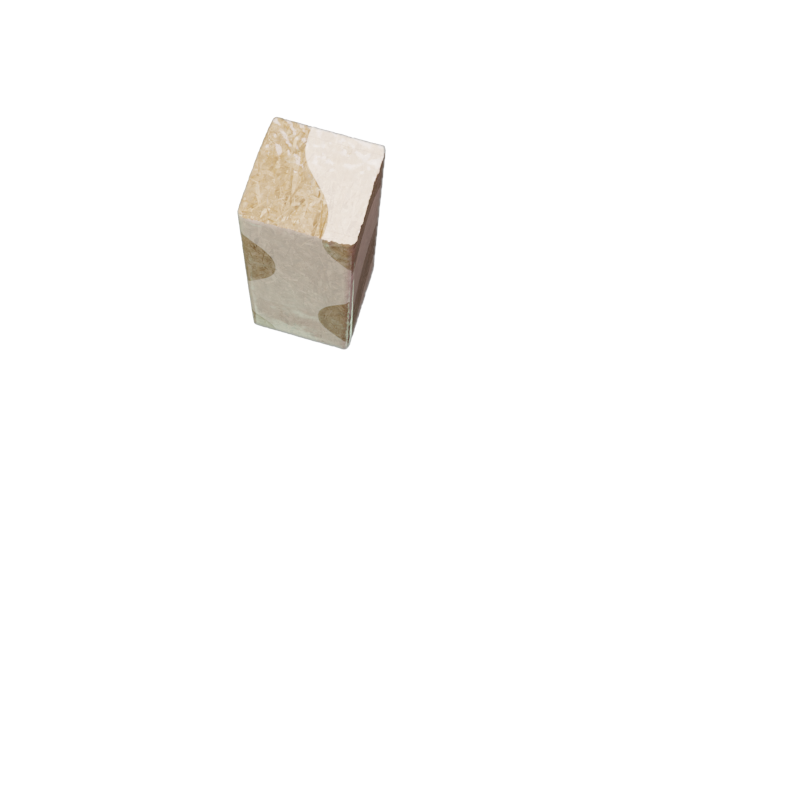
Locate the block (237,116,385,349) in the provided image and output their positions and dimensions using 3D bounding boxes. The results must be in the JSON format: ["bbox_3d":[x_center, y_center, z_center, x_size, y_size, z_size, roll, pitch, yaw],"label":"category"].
[{"bbox_3d":[-0.070,-0.127,0.894,0.092,0.094,0.196,16,-21,2],"label":"block"}]
